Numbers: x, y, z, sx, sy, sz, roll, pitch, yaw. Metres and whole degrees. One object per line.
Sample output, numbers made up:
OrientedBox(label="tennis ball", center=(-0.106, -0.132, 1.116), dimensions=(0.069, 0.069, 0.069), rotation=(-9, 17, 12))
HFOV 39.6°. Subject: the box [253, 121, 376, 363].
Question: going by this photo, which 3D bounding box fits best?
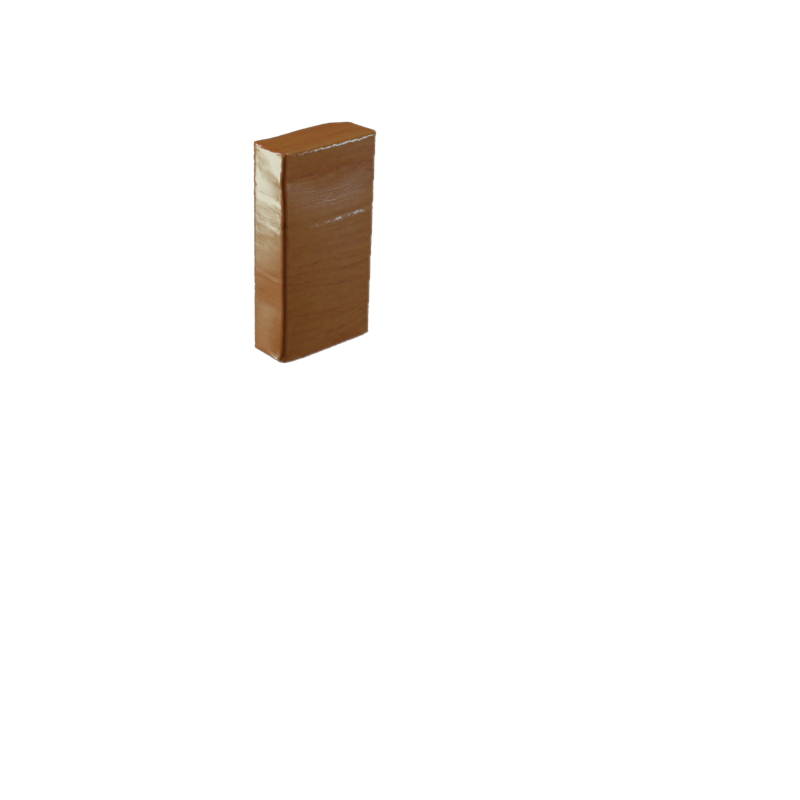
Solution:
OrientedBox(label="box", center=(-0.068, -0.124, 0.866), dimensions=(0.092, 0.168, 0.051), rotation=(-20, 31, -39))
